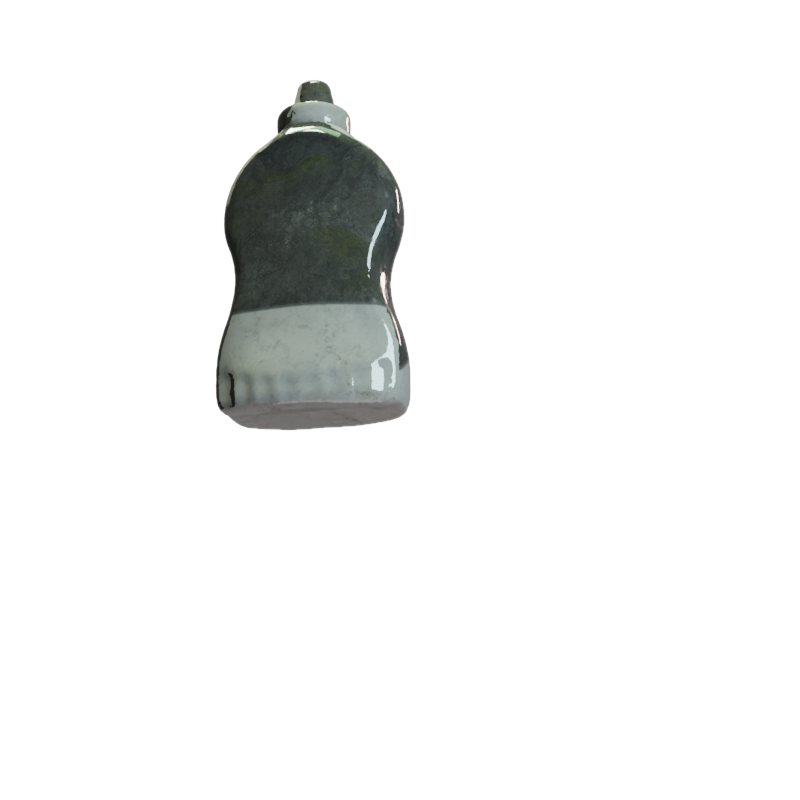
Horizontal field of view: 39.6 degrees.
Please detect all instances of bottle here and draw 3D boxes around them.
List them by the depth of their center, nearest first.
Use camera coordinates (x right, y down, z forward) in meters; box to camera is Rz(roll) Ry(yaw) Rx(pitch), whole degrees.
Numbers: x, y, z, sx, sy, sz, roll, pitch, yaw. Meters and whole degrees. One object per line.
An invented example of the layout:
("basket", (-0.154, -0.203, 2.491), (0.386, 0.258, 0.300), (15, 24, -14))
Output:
("bottle", (-0.046, -0.084, 0.590), (0.097, 0.201, 0.055), (-7, -22, 13))
